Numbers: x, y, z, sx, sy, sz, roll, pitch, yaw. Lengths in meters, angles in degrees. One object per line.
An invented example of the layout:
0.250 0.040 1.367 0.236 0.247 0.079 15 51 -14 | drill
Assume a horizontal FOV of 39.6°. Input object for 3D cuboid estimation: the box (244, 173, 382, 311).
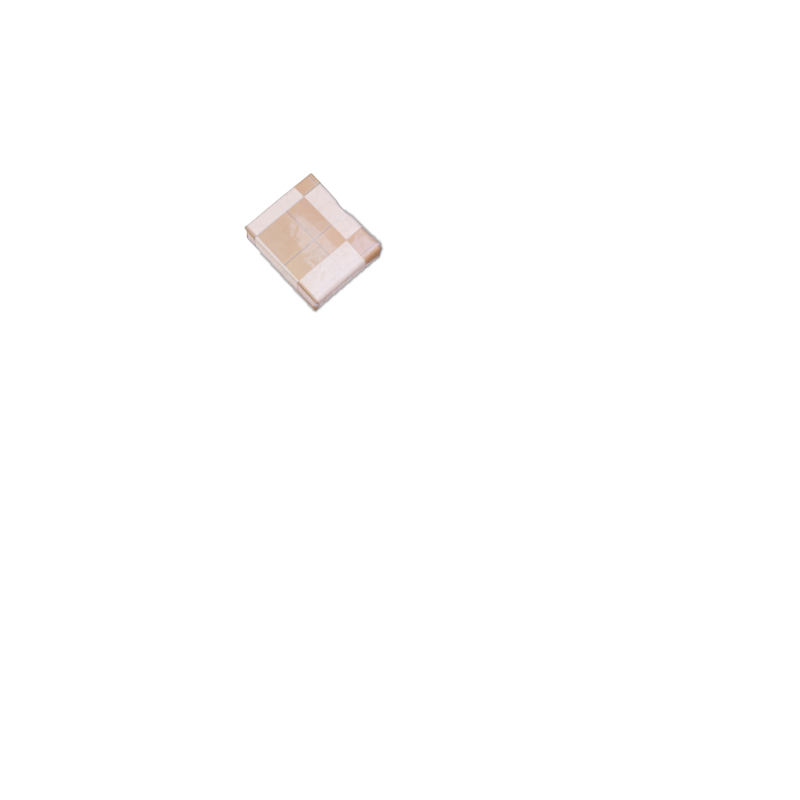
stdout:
-0.071 -0.129 0.905 0.074 0.093 0.029 -41 -14 -12 | box
